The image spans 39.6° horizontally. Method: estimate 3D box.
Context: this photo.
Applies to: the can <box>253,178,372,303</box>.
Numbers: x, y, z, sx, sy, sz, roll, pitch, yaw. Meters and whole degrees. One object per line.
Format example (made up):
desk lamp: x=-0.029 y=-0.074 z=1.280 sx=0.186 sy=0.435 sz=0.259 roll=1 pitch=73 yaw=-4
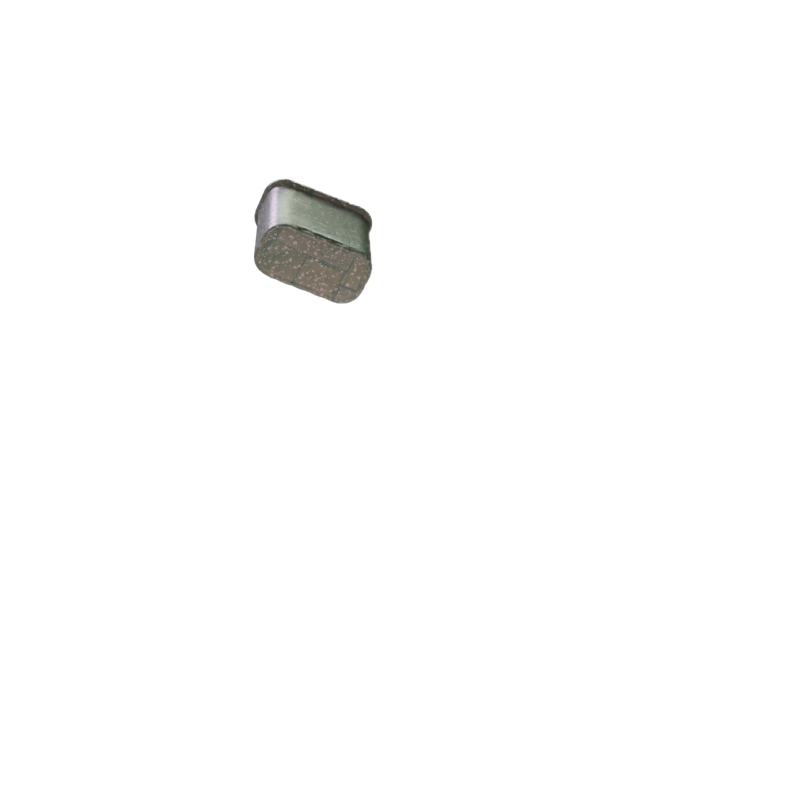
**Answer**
can: x=-0.074 y=-0.135 z=0.945 sx=0.099 sy=0.055 sz=0.089 roll=19 pitch=30 yaw=-13
